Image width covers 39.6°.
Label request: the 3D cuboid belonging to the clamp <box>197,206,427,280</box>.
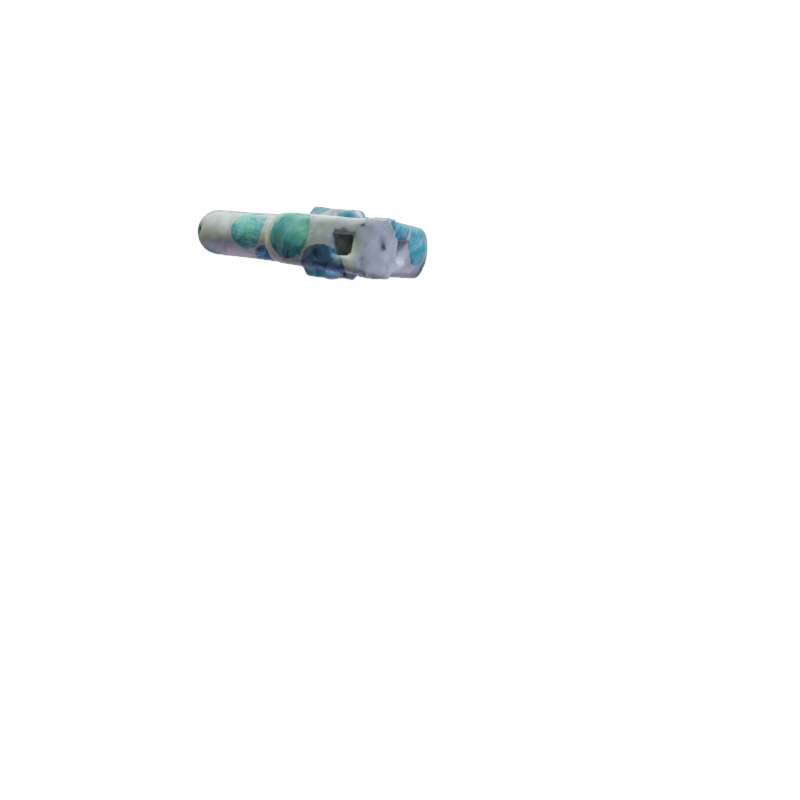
[{"bbox_3d":[-0.044,-0.081,0.568,0.119,0.039,0.174,-1,6,-8],"label":"clamp"}]
